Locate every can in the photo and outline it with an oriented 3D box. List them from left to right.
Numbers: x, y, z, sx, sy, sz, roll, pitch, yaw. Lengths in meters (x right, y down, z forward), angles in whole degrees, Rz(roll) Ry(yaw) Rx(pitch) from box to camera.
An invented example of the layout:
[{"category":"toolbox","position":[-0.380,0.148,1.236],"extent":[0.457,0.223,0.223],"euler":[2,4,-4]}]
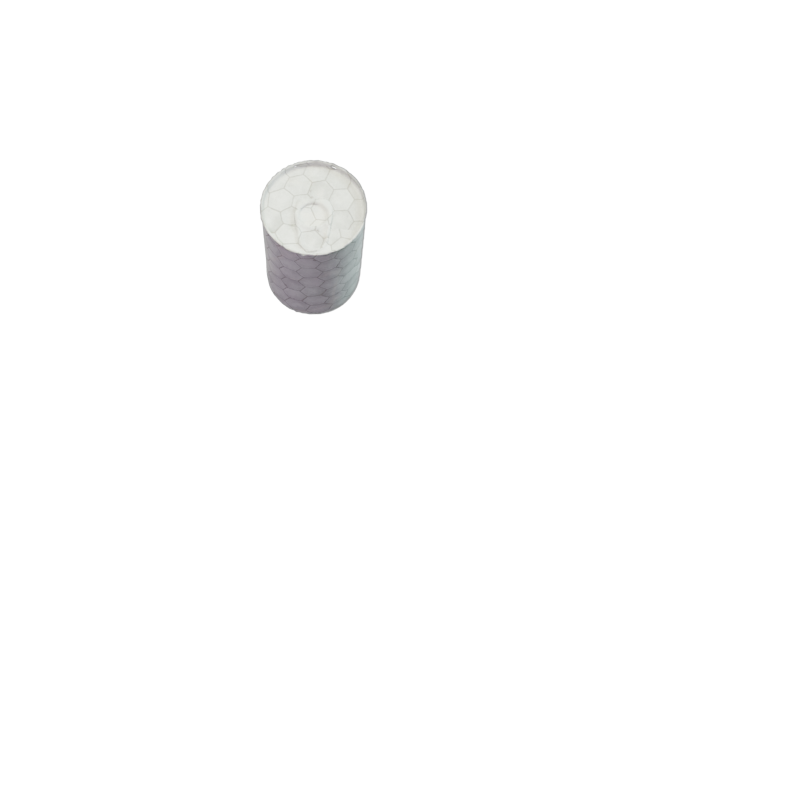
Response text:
[{"category":"can","position":[-0.058,-0.106,0.744],"extent":[0.068,0.072,0.097],"euler":[0,-21,-3]}]
